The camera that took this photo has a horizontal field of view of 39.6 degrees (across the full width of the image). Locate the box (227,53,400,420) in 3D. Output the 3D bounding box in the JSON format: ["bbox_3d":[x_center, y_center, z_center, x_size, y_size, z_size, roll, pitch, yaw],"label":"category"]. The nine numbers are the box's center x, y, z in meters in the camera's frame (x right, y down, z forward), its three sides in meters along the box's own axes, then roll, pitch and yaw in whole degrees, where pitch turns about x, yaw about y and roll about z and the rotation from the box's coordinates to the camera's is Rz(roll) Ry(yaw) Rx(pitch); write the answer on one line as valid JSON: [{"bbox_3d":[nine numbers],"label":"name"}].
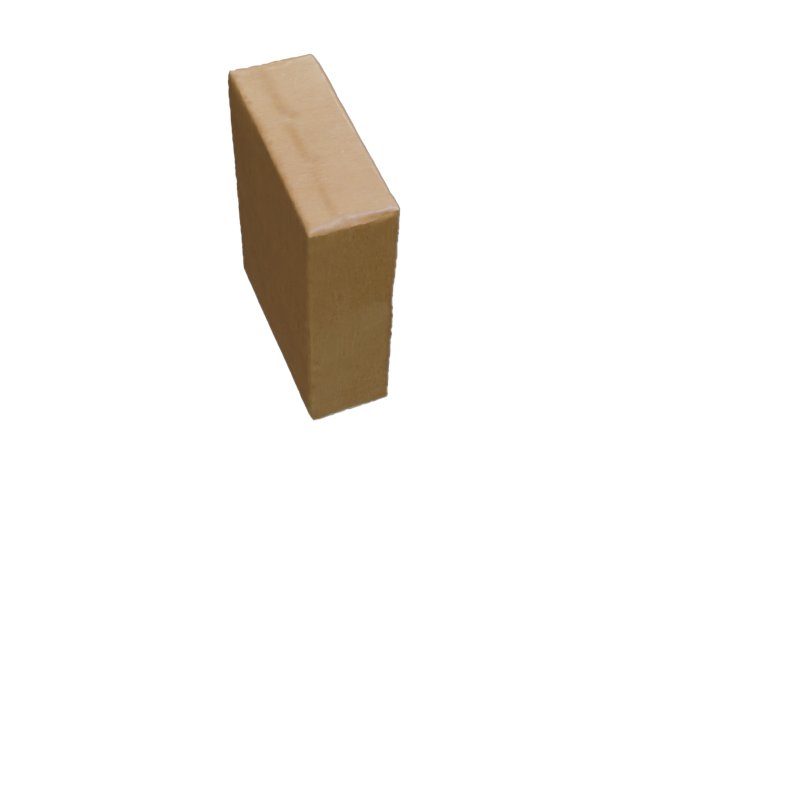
[{"bbox_3d":[-0.062,-0.114,0.798,0.071,0.177,0.200,-16,-34,-15],"label":"box"}]
